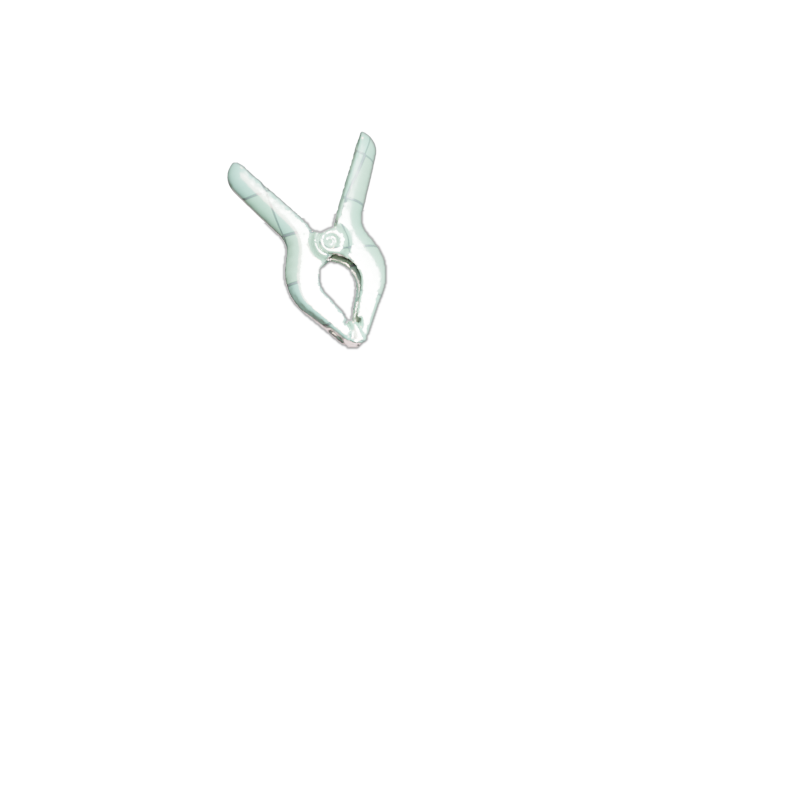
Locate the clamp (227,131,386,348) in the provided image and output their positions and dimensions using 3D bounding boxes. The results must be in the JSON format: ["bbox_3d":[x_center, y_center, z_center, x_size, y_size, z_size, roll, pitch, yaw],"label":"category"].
[{"bbox_3d":[-0.068,-0.123,0.863,0.120,0.179,0.038,-8,-16,-3],"label":"clamp"}]
